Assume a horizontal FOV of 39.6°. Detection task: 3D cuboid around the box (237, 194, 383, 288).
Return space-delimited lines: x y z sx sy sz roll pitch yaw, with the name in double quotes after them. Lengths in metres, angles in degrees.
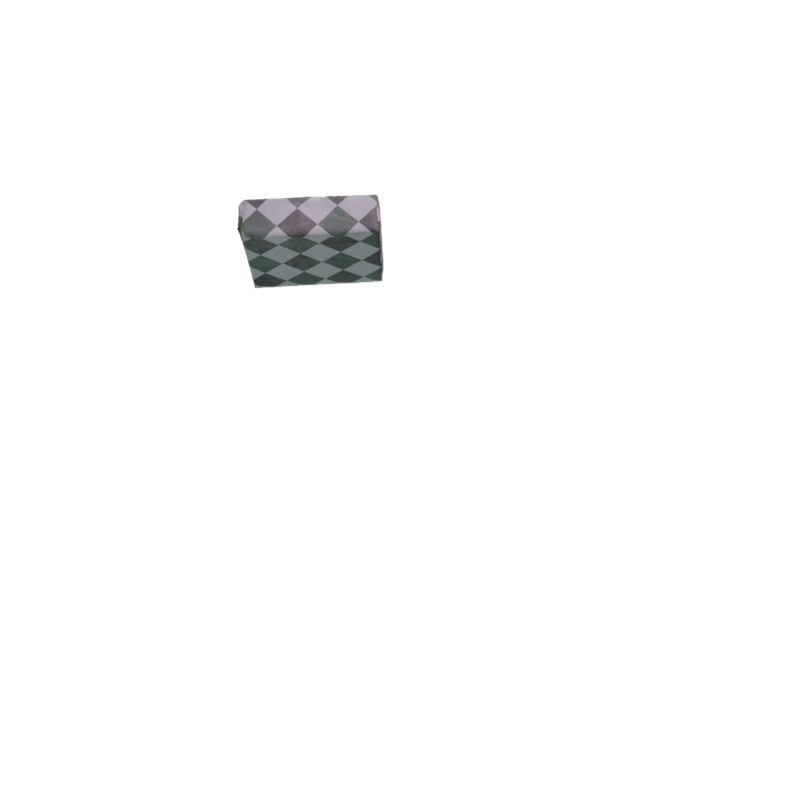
-0.056 -0.103 0.719 0.090 0.032 0.069 -1 -22 3 "box"
